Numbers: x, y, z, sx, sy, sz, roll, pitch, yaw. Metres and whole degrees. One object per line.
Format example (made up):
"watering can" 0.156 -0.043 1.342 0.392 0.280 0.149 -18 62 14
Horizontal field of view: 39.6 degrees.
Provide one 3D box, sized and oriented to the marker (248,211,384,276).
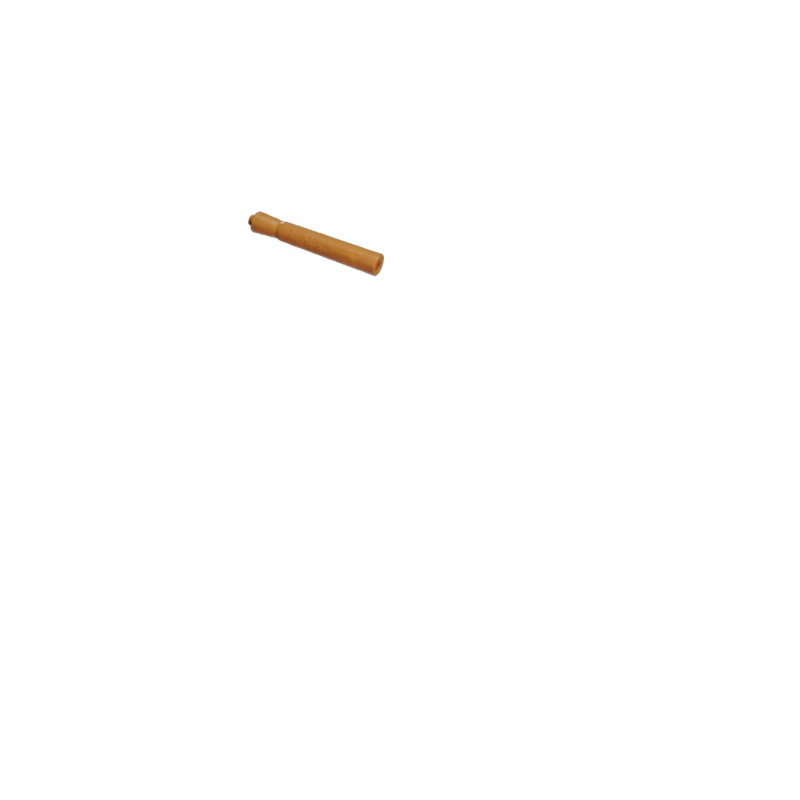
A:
"marker" -0.071 -0.129 0.905 0.126 0.019 0.019 22 12 22
